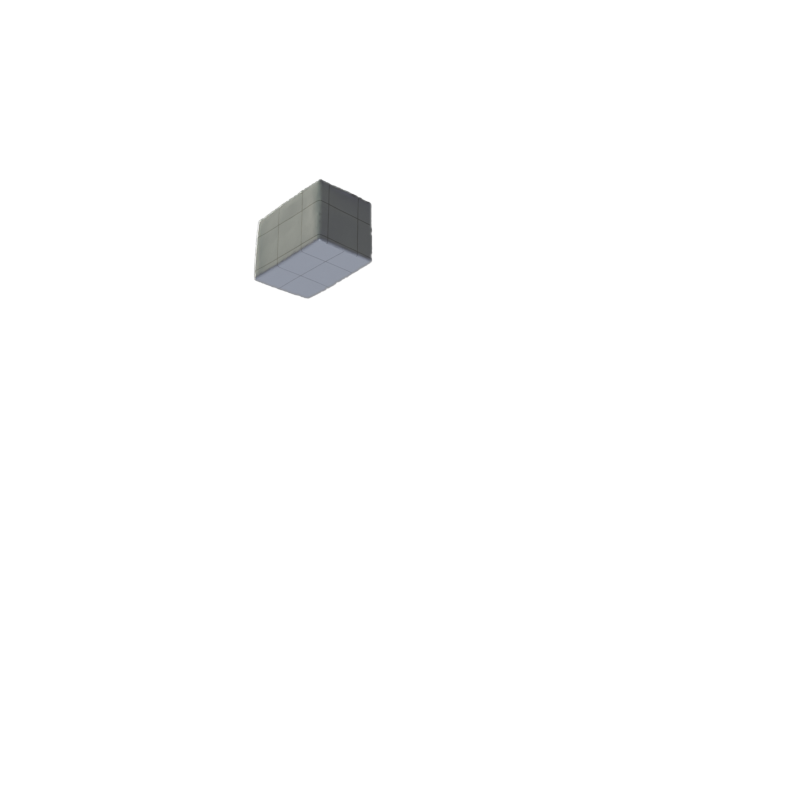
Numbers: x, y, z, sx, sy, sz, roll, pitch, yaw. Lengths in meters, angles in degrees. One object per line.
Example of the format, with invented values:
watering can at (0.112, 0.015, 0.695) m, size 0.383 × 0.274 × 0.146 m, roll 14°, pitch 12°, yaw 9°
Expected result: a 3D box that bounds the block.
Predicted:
block at (-0.064, -0.117, 0.821) m, size 0.050 × 0.054 × 0.078 m, roll 22°, pitch -34°, yaw -37°
